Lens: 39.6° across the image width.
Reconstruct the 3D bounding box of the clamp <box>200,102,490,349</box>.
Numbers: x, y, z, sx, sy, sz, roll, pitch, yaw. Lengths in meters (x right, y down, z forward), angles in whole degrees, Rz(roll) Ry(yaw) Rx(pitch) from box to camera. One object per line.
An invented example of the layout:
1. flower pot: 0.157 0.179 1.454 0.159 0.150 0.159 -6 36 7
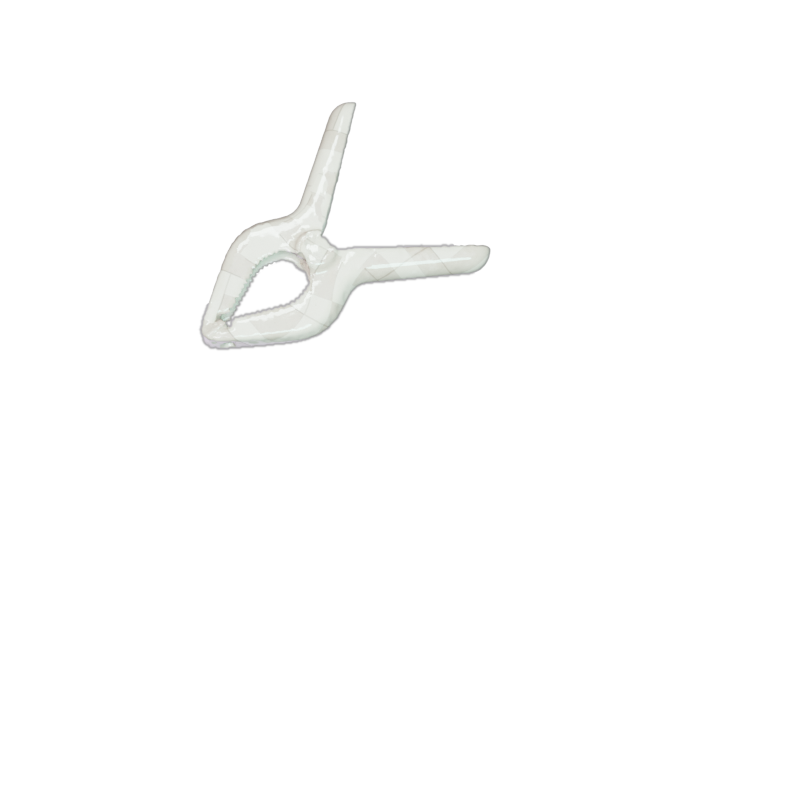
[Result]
1. clamp: -0.063 -0.116 0.809 0.210 0.172 0.035 -32 -17 -11
